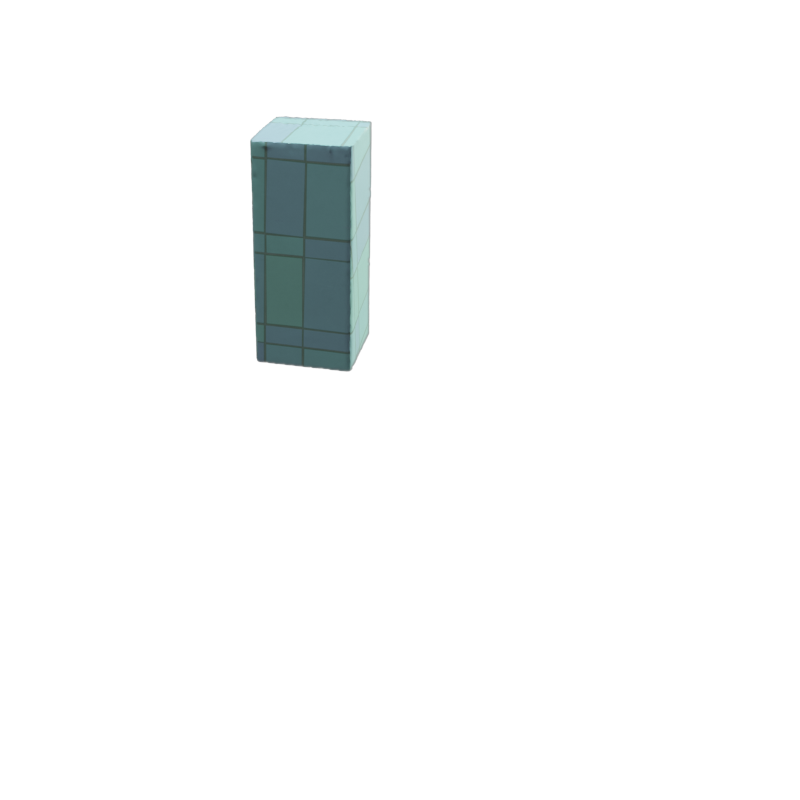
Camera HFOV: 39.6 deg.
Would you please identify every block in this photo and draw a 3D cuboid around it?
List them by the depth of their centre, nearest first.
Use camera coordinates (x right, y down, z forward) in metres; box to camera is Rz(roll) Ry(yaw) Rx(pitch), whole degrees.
[{"bbox_3d":[-0.078,-0.141,0.990,0.092,0.196,0.093,6,23,10],"label":"block"}]
